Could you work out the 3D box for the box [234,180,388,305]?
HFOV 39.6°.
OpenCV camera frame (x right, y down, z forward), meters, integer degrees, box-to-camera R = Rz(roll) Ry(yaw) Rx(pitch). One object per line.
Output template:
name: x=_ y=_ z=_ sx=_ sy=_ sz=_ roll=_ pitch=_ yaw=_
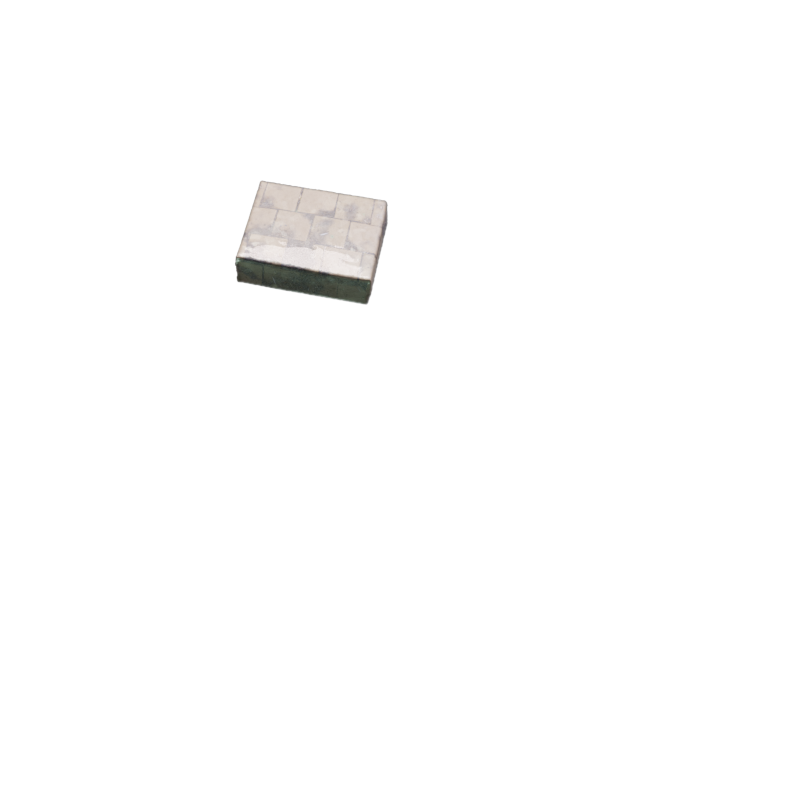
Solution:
box: x=-0.072 y=-0.131 z=0.920 sx=0.115 sy=0.095 sz=0.036 roll=8 pitch=-39 yaw=6
